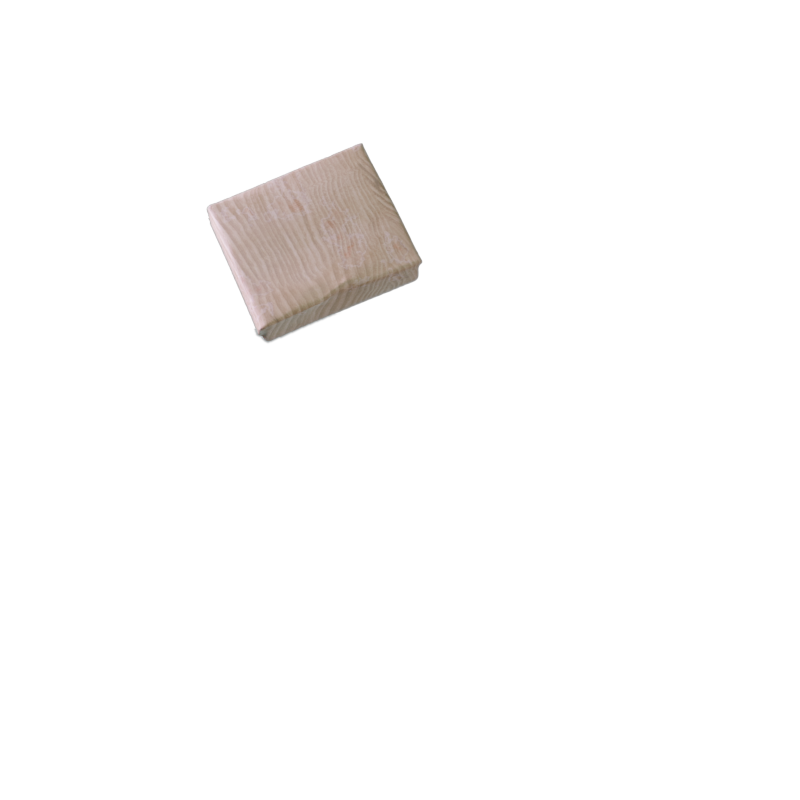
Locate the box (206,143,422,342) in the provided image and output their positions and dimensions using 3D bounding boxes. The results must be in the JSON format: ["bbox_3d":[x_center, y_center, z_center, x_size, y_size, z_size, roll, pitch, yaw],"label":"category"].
[{"bbox_3d":[-0.044,-0.081,0.565,0.089,0.077,0.029,-23,-19,-9],"label":"box"}]
